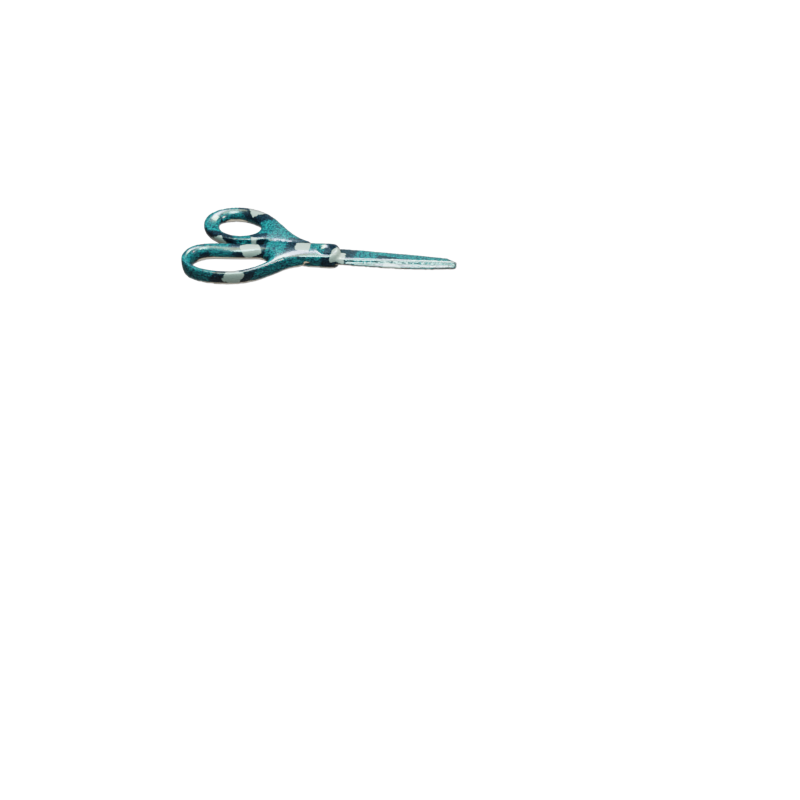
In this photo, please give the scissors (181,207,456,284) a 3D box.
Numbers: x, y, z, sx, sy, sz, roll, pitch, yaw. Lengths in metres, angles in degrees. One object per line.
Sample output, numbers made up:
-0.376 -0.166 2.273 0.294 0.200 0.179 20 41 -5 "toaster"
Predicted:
-0.066 -0.121 0.847 0.200 0.015 0.104 -6 41 -7 "scissors"
